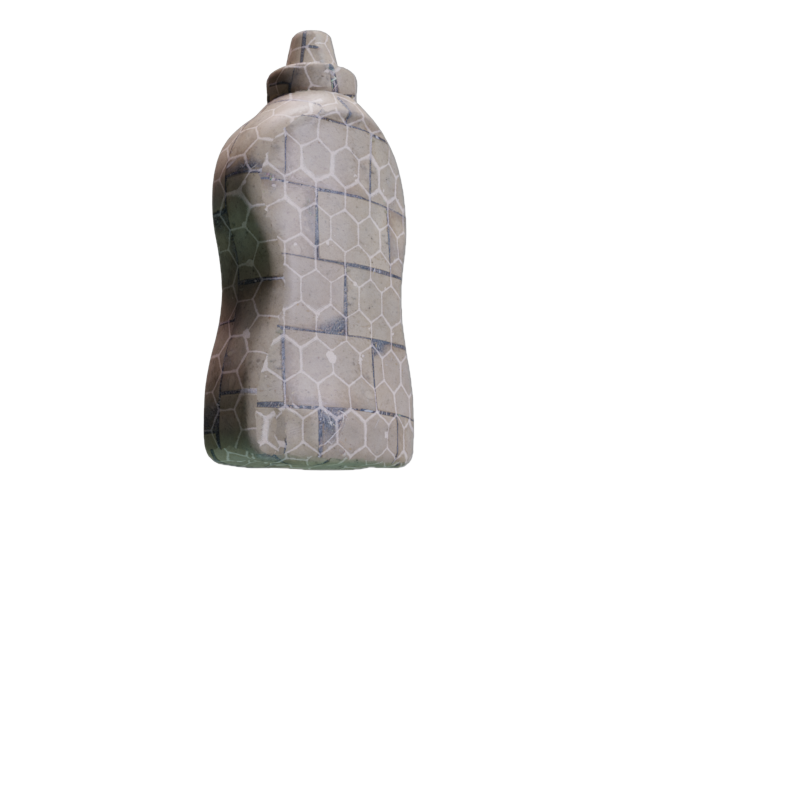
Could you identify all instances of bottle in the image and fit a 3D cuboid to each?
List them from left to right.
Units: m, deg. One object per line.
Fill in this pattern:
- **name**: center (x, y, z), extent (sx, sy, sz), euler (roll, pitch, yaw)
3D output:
- **bottle**: center (-0.038, -0.068, 0.479), extent (0.091, 0.198, 0.059), euler (10, -17, -42)
